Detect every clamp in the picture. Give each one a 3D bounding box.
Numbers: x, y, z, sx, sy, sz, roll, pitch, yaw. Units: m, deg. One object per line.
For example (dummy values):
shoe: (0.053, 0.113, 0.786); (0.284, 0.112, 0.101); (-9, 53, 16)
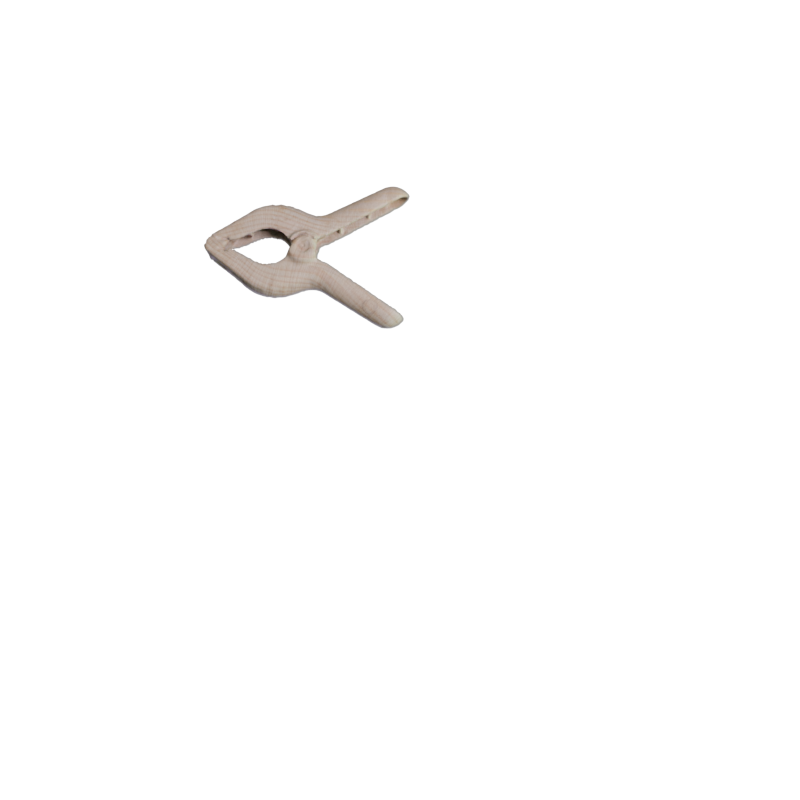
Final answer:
clamp: (-0.072, -0.131, 0.915); (0.173, 0.126, 0.037); (12, -24, 5)
